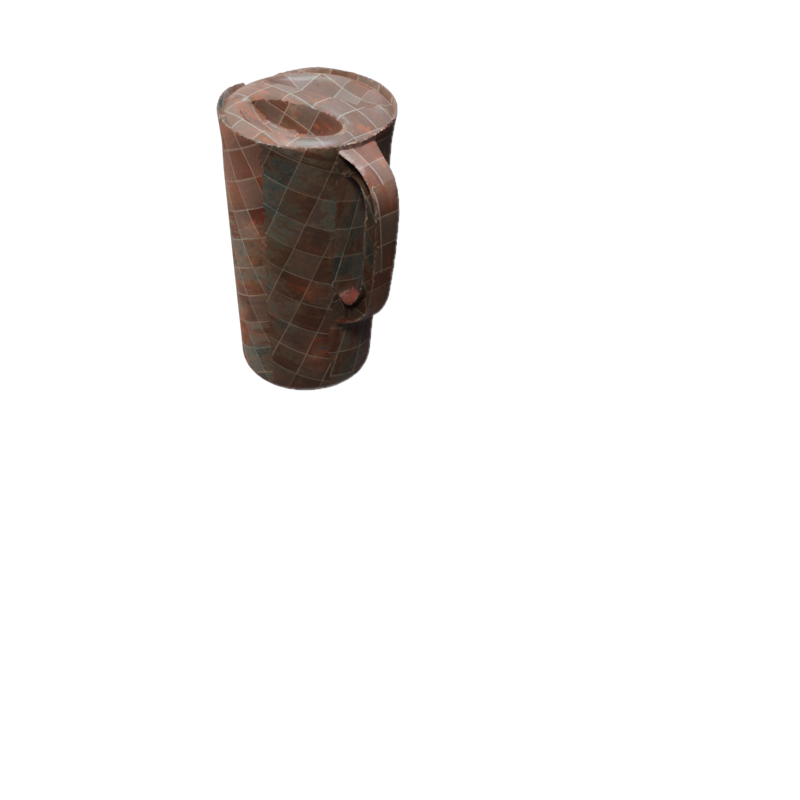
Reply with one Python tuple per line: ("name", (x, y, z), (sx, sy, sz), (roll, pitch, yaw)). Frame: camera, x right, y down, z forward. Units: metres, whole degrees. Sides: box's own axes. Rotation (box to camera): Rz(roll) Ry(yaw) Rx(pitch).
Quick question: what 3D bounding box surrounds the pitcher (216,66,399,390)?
("pitcher", (-0.068, -0.124, 0.867), (0.147, 0.227, 0.157), (7, 37, 6))
